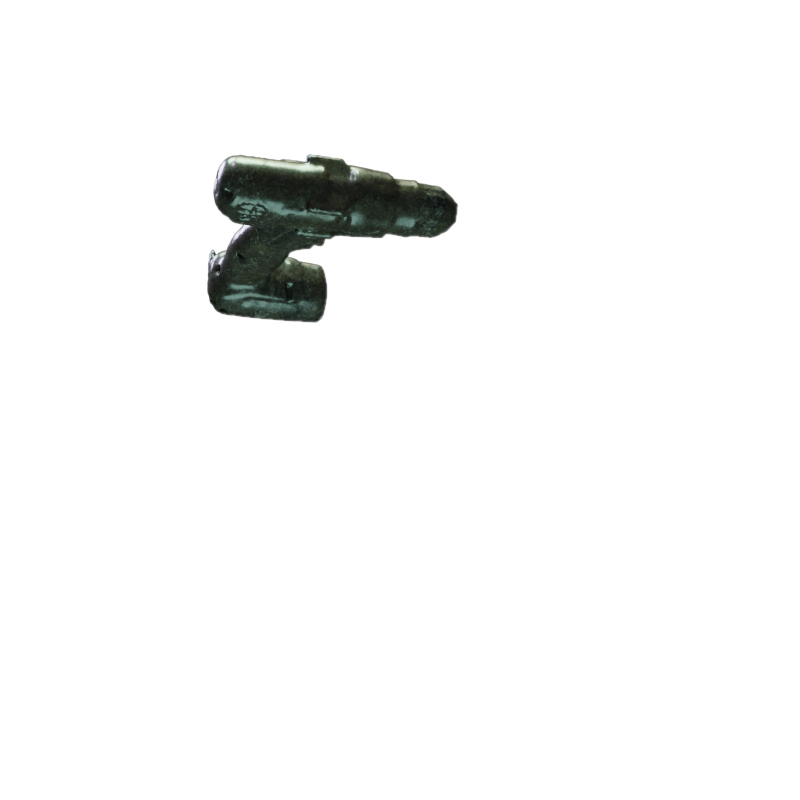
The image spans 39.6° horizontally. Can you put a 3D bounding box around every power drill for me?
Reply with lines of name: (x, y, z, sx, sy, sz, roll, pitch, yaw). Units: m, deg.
power drill: (-0.068, -0.125, 0.874, 0.180, 0.061, 0.181, 8, -26, -16)
